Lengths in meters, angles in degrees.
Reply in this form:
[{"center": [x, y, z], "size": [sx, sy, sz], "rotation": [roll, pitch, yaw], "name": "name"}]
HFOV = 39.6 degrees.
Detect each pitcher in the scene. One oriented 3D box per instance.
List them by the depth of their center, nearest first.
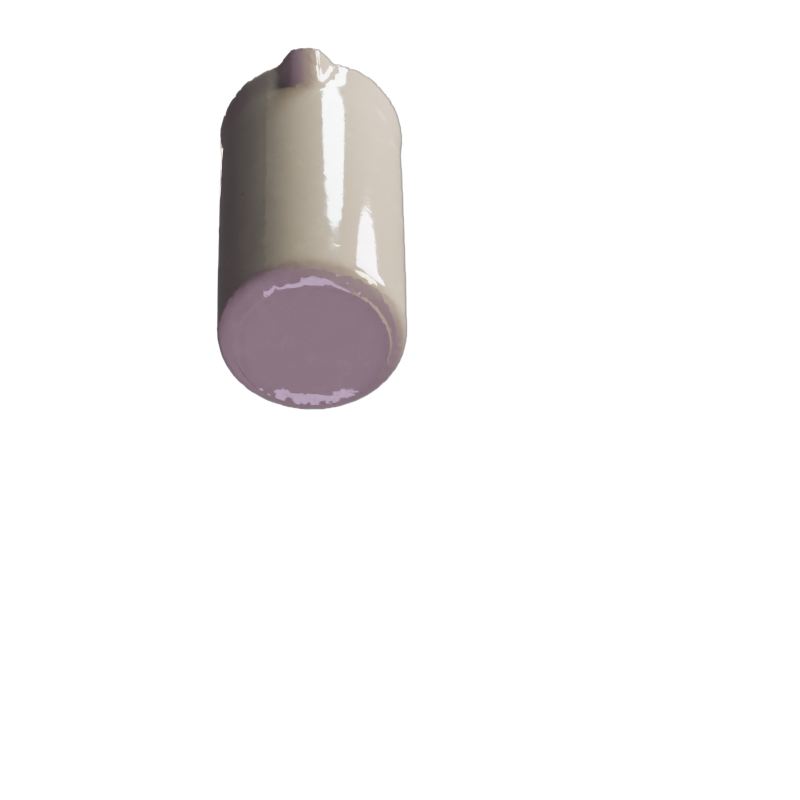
[{"center": [-0.057, -0.103, 0.724], "size": [0.141, 0.260, 0.143], "rotation": [37, -61, -28], "name": "pitcher"}]
